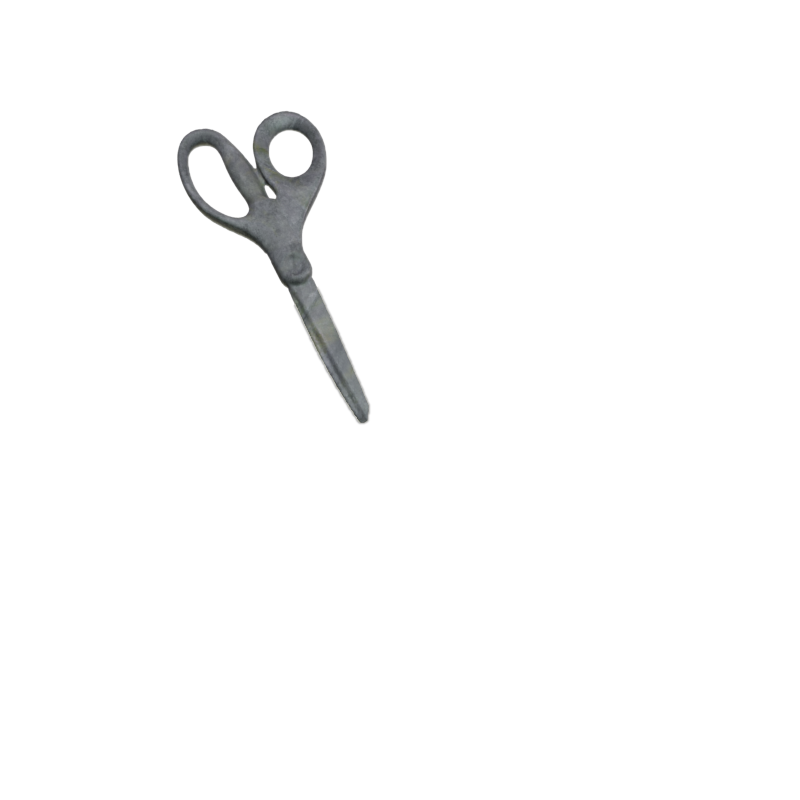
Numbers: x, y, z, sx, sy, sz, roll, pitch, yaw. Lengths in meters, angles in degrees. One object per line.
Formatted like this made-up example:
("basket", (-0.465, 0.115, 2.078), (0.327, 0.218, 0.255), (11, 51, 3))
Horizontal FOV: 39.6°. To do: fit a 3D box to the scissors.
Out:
("scissors", (-0.050, -0.091, 0.636), (0.097, 0.212, 0.015), (-36, -19, -15))
